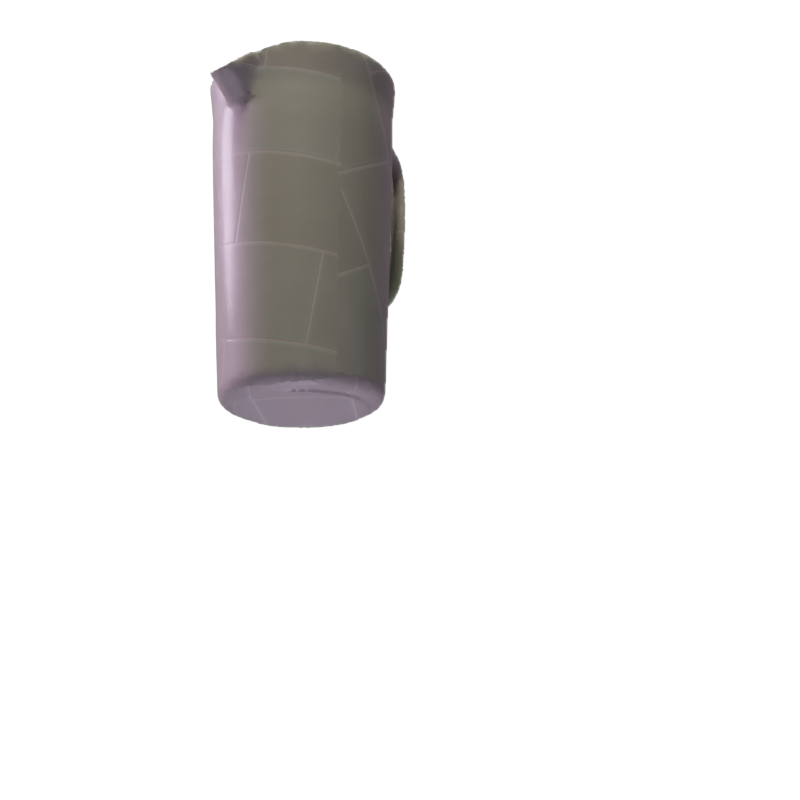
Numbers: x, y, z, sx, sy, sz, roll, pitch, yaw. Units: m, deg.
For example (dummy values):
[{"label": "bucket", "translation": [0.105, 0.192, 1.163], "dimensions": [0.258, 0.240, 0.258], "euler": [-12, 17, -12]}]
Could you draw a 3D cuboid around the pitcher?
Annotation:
[{"label": "pitcher", "translation": [-0.060, -0.109, 0.761], "dimensions": [0.148, 0.256, 0.139], "euler": [1, -21, -6]}]
